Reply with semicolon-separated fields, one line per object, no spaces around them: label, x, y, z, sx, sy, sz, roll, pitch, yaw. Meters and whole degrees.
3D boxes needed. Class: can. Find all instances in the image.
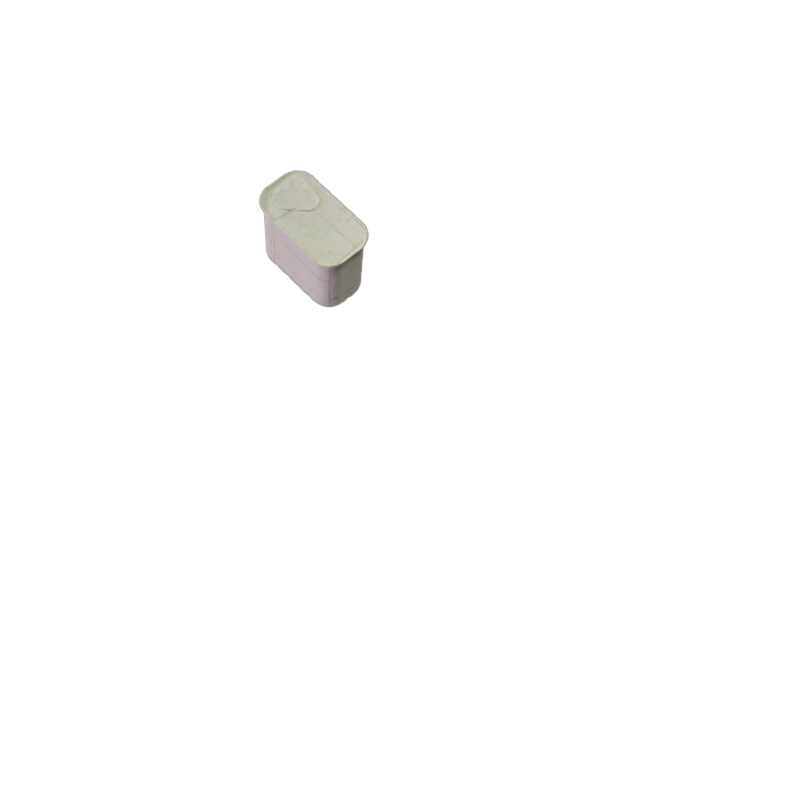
can;-0.077;-0.141;0.987;0.058;0.107;0.079;-38;-21;-19
